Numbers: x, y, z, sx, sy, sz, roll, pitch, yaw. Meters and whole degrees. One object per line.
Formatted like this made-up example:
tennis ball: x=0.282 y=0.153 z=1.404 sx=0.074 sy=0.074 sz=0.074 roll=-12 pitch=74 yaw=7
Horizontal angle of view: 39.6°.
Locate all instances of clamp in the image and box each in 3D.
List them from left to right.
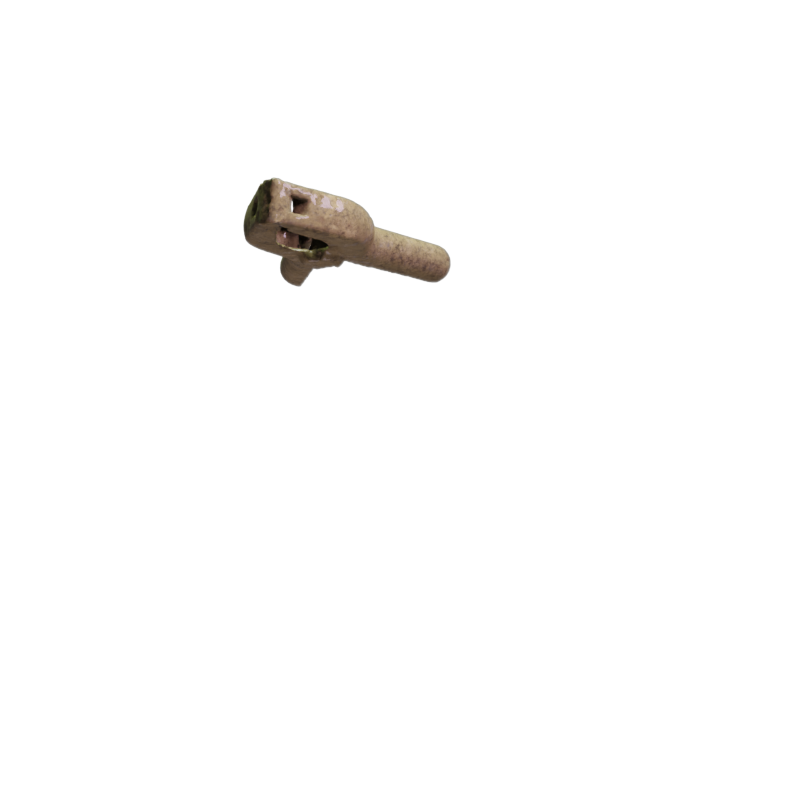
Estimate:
clamp: x=-0.055 y=-0.100 z=0.702 sx=0.123 sy=0.041 sz=0.161 roll=-8 pitch=-15 yaw=29
